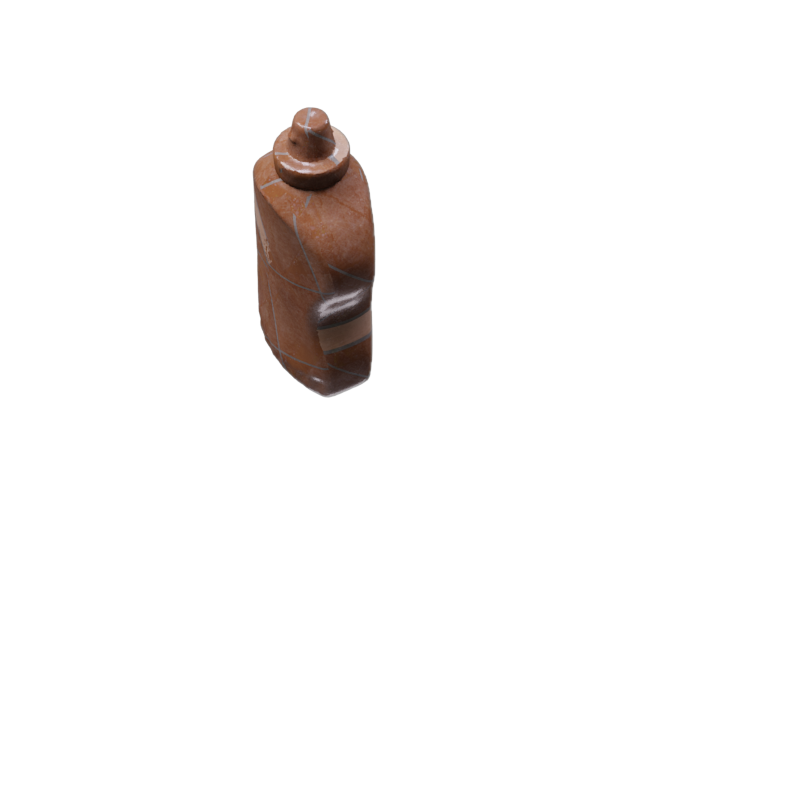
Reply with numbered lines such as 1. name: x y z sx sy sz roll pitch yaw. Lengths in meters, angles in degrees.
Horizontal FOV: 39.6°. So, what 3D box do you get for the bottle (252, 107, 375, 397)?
1. bottle: -0.050 -0.091 0.638 0.058 0.103 0.179 -21 -33 -19
